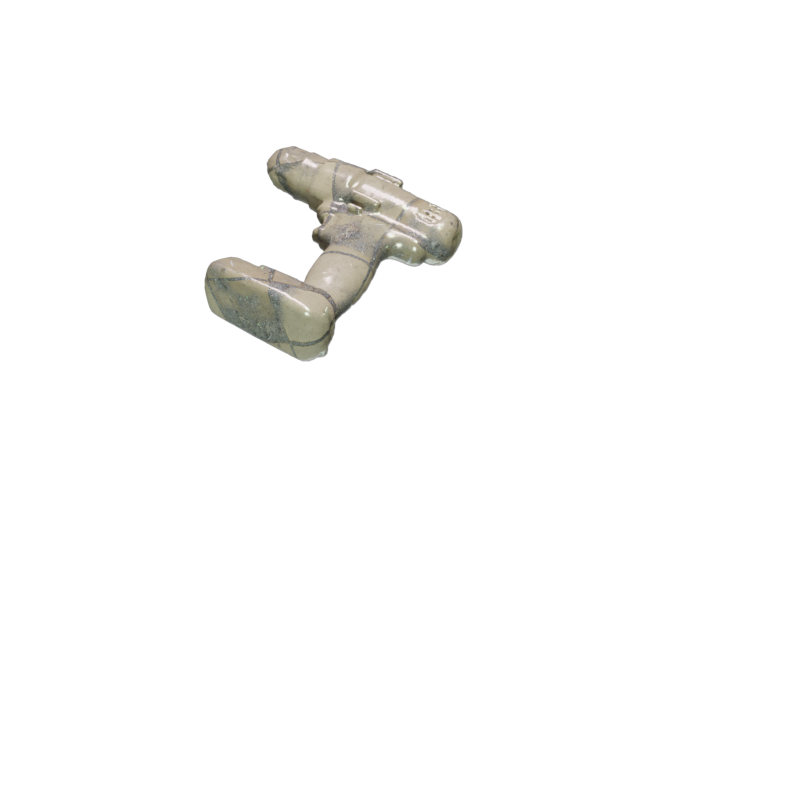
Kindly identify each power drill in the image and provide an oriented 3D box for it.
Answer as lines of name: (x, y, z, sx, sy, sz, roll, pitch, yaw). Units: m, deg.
power drill: (-0.069, -0.126, 0.880, 0.194, 0.053, 0.192, 25, 50, 23)
